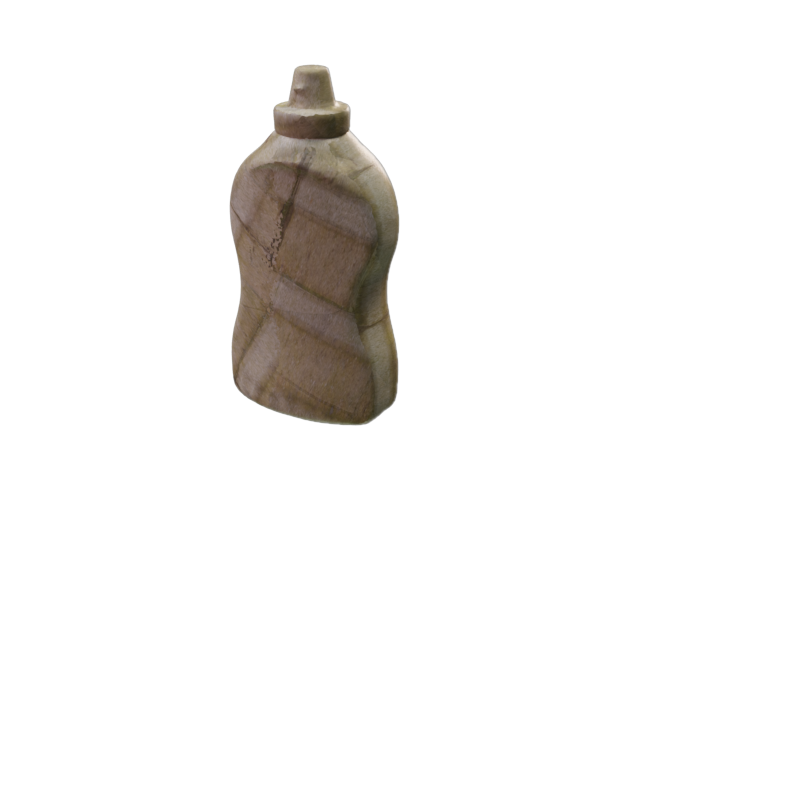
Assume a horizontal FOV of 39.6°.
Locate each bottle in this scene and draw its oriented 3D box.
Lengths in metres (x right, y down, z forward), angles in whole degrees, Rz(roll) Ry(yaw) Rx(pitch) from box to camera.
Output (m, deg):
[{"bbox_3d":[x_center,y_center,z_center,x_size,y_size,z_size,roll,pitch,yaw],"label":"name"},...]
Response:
[{"bbox_3d":[-0.048,-0.086,0.606,0.101,0.183,0.058,13,23,30],"label":"bottle"}]
